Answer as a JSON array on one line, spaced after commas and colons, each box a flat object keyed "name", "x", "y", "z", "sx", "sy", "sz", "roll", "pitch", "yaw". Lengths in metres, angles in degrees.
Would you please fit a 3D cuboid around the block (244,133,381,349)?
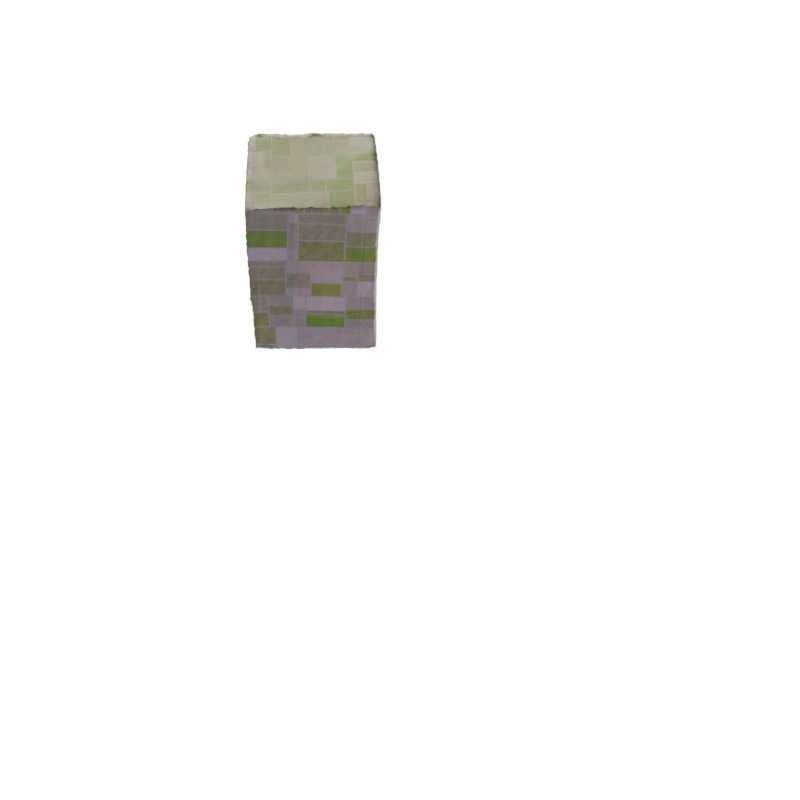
[{"name": "block", "x": -0.036, "y": -0.065, "z": 0.456, "sx": 0.053, "sy": 0.055, "sz": 0.073, "roll": 0, "pitch": -45, "yaw": -2}]
